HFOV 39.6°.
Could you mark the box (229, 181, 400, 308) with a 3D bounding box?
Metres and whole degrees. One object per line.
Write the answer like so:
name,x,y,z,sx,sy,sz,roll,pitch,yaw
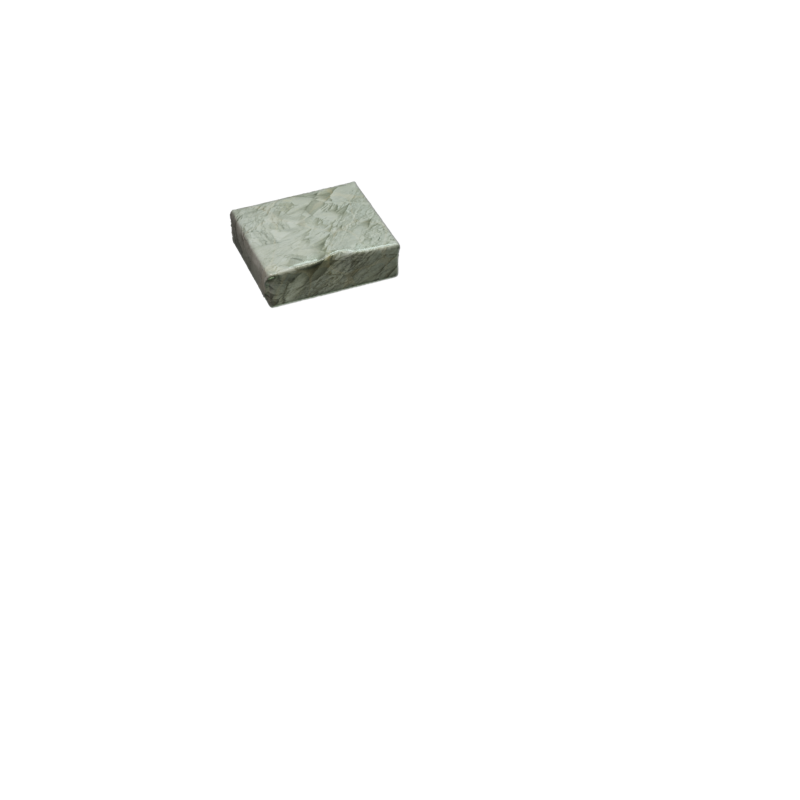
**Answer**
box,-0.055,-0.100,0.701,0.088,0.028,0.079,-15,45,-17
